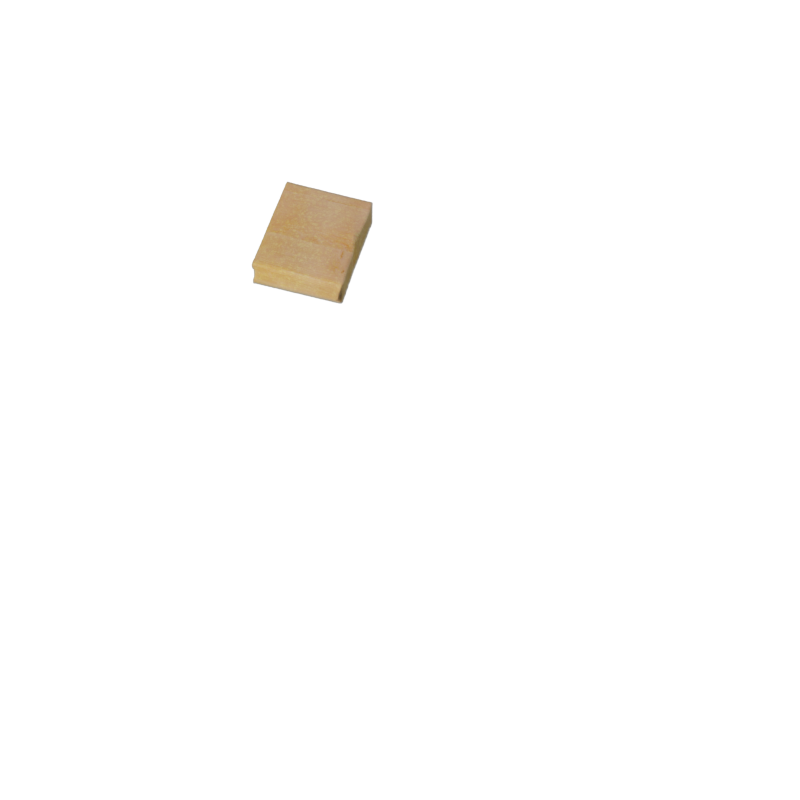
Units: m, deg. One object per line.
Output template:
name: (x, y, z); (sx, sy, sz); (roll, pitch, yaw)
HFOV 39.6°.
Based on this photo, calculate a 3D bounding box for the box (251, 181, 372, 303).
box: (-0.068, -0.124, 0.867); (0.074, 0.094, 0.028); (13, -35, 9)
